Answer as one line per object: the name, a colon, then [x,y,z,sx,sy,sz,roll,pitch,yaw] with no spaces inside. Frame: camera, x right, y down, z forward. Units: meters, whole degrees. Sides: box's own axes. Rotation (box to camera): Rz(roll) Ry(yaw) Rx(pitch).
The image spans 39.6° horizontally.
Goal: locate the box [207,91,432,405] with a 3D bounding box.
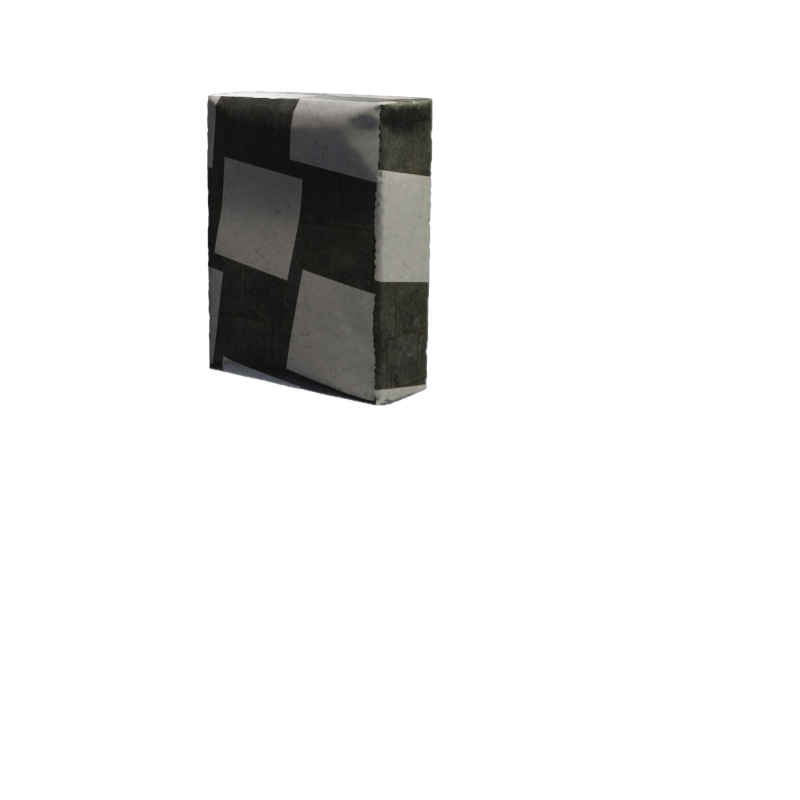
box: [-0.064,-0.116,0.814,0.172,0.208,0.070,10,15,36]
